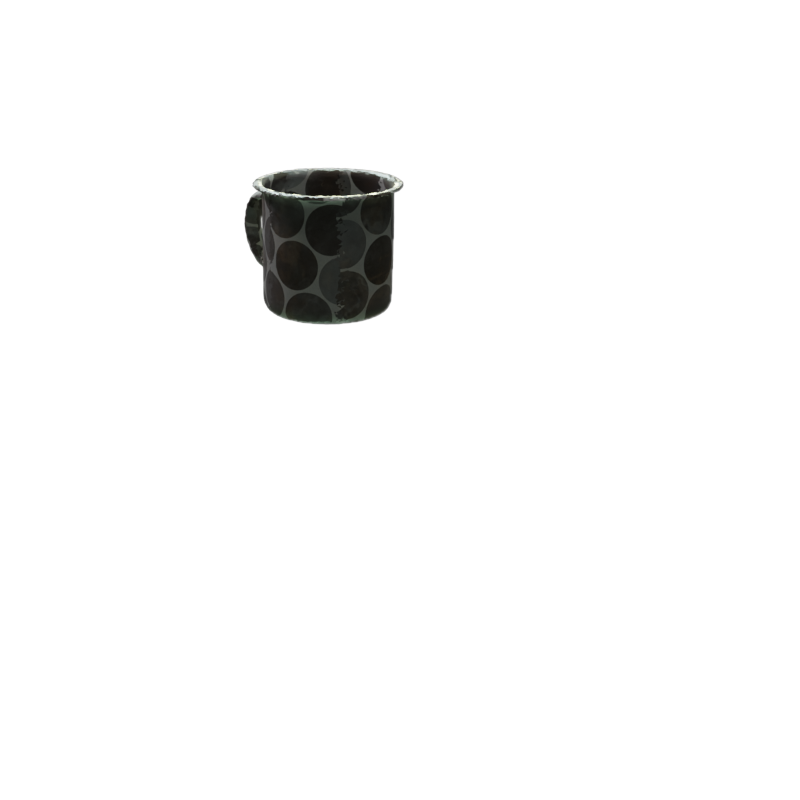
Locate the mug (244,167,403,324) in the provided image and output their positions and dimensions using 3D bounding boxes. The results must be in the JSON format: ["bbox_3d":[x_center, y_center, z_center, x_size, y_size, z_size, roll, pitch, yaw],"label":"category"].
[{"bbox_3d":[-0.055,-0.100,0.701,0.123,0.078,0.092,16,24,36],"label":"mug"}]
